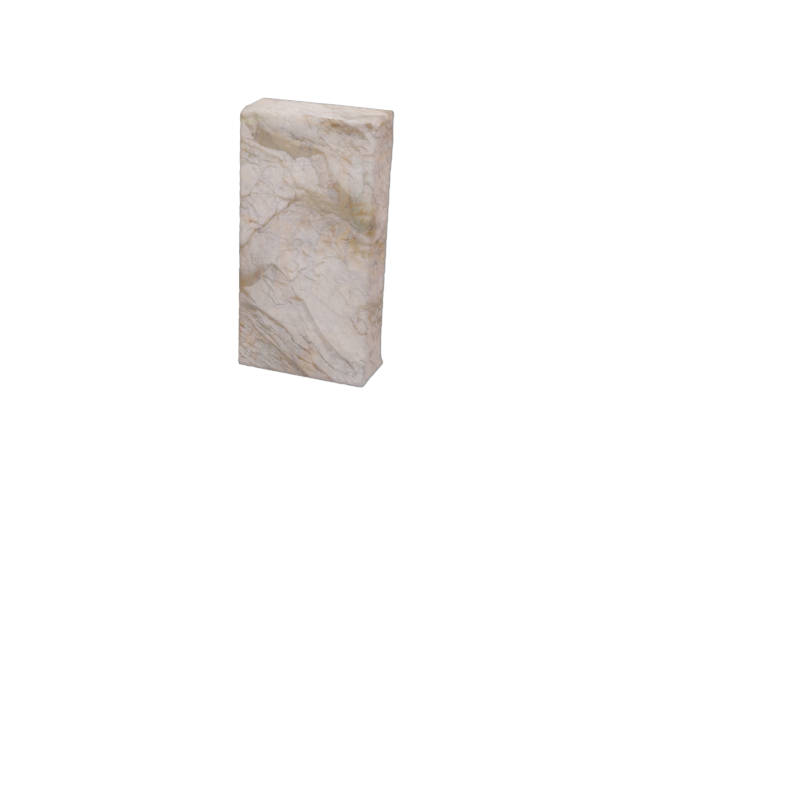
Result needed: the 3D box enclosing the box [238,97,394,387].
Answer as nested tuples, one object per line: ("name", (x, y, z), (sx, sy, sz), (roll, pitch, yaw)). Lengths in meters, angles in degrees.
("box", (-0.056, -0.102, 0.718), (0.096, 0.168, 0.049), (9, 23, 18))
